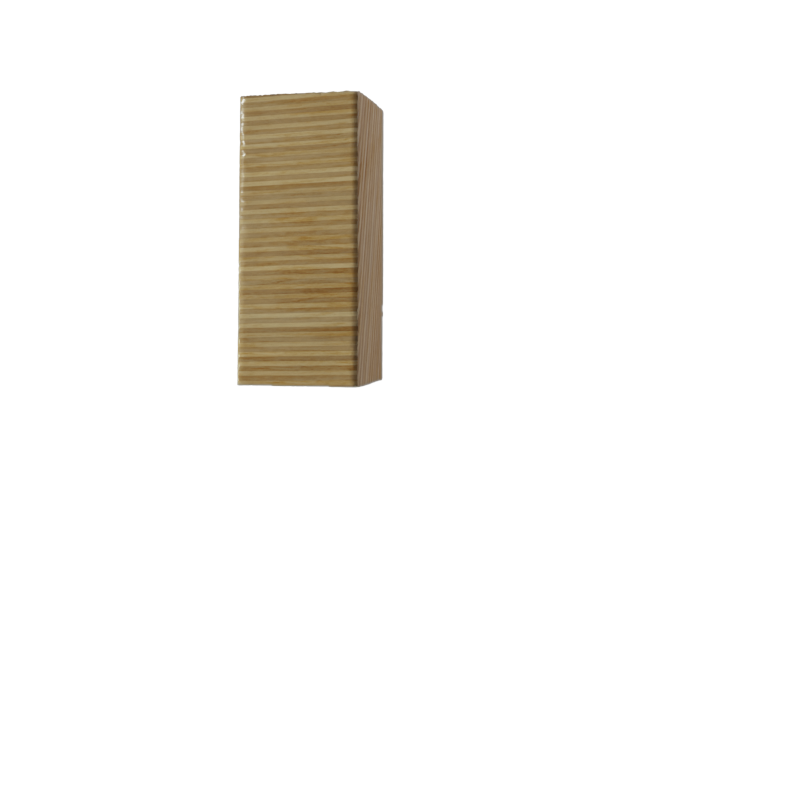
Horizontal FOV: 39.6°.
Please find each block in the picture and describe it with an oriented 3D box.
[{"bbox_3d":[-0.063,-0.117,0.816,0.092,0.208,0.088,-1,-2,13],"label":"block"}]
